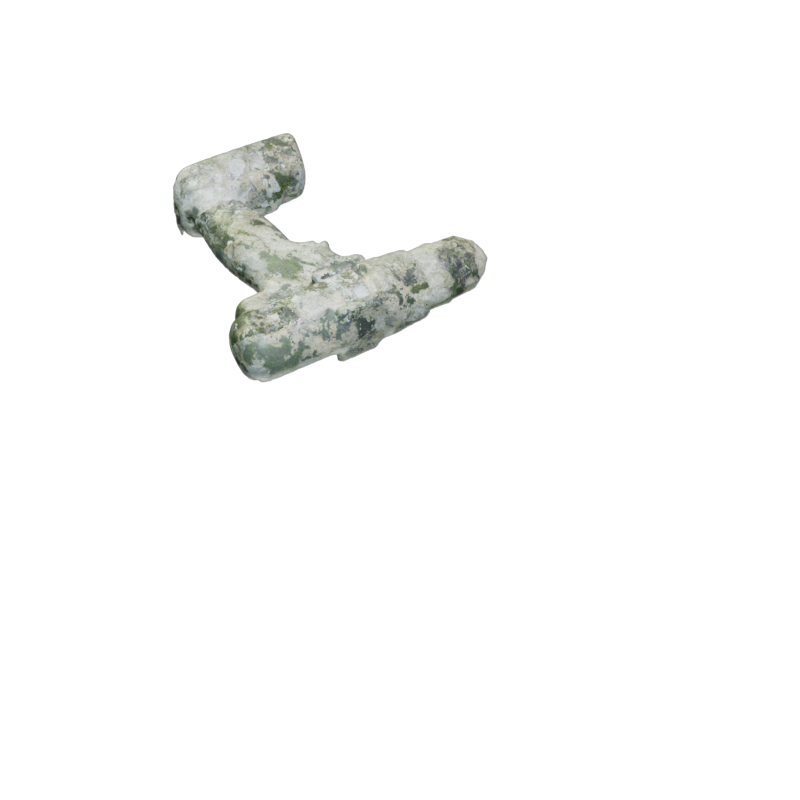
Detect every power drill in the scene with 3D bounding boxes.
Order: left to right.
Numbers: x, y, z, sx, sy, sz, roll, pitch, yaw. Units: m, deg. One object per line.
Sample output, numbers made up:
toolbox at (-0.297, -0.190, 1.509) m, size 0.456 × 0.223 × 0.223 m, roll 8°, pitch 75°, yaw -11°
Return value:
power drill at (-0.060, -0.109, 0.763) m, size 0.183 × 0.053 × 0.203 m, roll -23°, pitch 49°, yaw -22°
